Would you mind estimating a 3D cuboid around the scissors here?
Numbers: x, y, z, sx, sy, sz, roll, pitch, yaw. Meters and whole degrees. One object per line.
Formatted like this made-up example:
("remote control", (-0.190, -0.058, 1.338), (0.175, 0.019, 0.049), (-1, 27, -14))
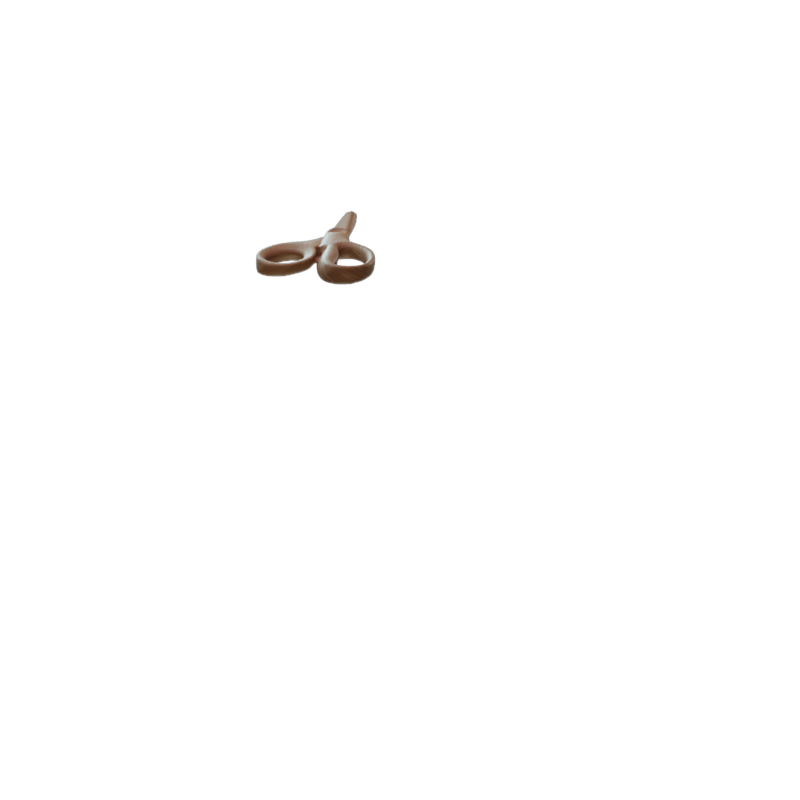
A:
("scissors", (-0.068, -0.124, 0.871), (0.095, 0.015, 0.212), (-3, 21, -9))
